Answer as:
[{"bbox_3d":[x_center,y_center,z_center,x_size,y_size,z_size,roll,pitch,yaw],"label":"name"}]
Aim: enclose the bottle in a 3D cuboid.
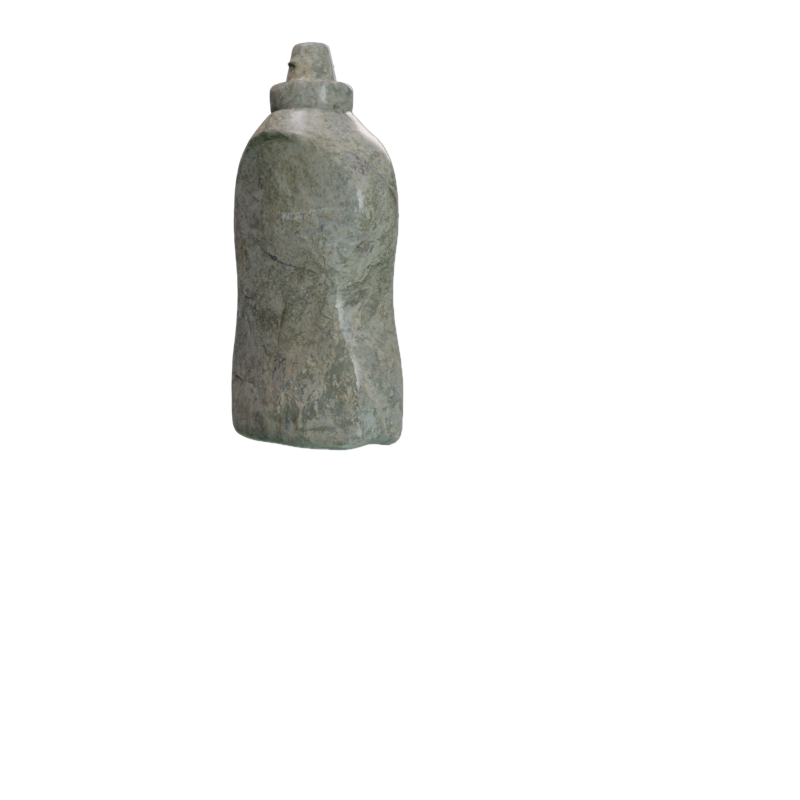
[{"bbox_3d":[-0.042,-0.077,0.536,0.056,0.193,0.099,2,-2,-41],"label":"bottle"}]
